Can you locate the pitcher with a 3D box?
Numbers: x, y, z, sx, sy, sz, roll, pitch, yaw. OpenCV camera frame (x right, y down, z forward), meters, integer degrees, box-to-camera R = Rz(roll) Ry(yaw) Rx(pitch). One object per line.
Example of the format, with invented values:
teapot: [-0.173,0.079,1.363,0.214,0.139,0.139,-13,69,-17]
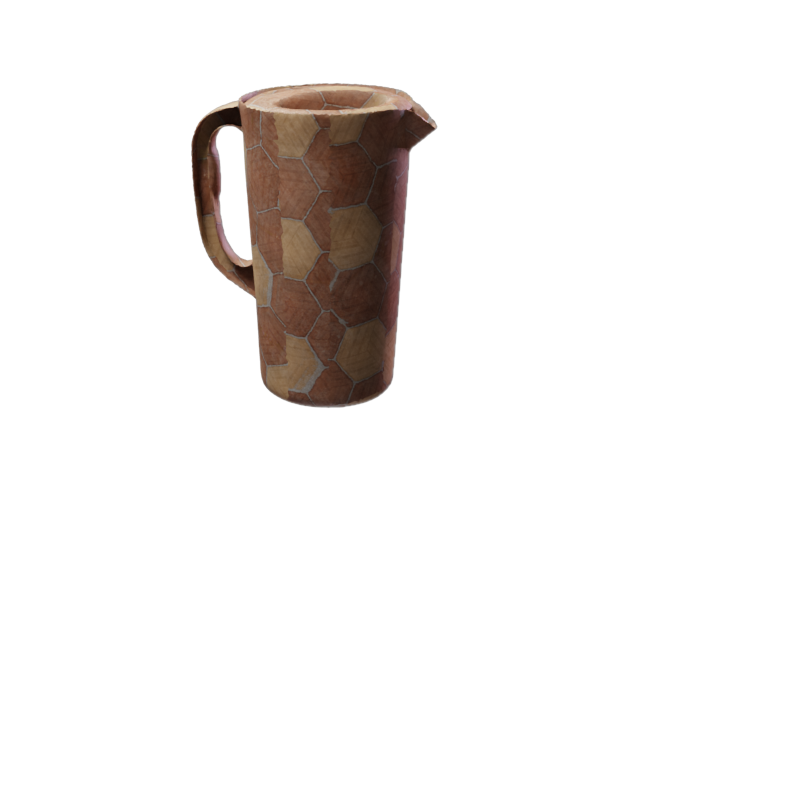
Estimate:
pitcher: [-0.068,-0.124,0.869,0.142,0.233,0.159,-13,24,-35]
